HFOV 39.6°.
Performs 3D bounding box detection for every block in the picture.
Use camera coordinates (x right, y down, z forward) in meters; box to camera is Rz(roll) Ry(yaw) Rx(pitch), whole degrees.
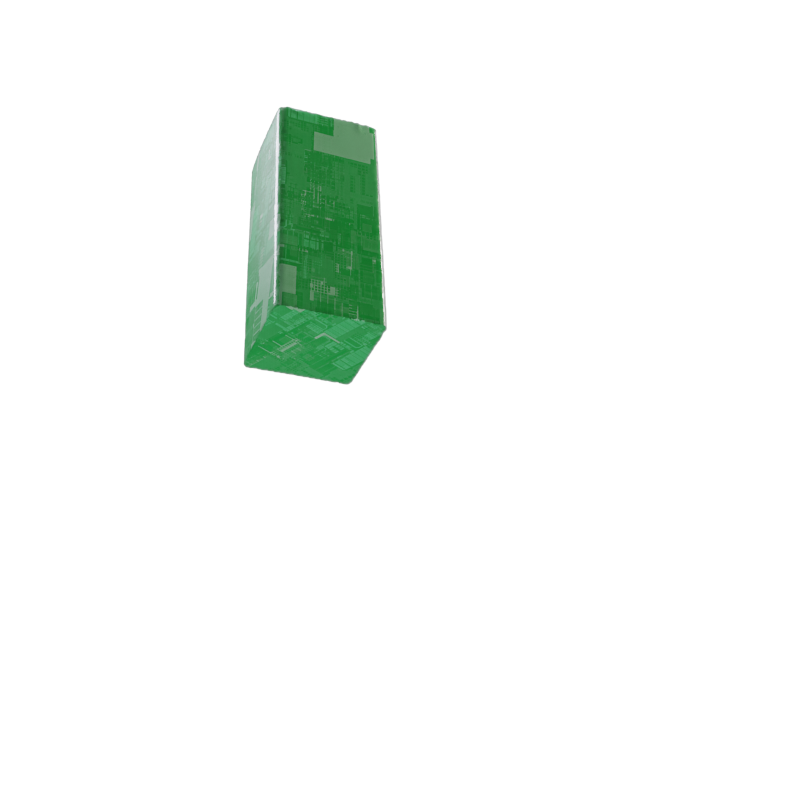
[{"bbox_3d":[-0.071,-0.130,0.907,0.088,0.221,0.086,11,-38,-18],"label":"block"}]
